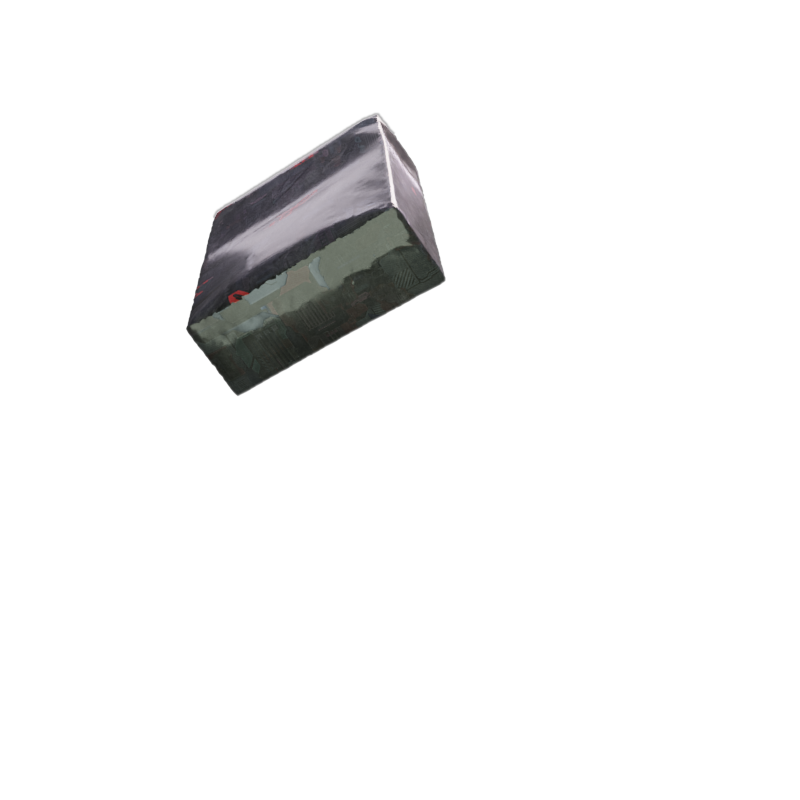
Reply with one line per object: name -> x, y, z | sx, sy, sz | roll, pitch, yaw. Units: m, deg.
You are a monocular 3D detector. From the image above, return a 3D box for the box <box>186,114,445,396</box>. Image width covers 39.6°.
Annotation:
box -> -0.063, -0.116, 0.811 | 0.164, 0.068, 0.226 | -29, 27, 12
